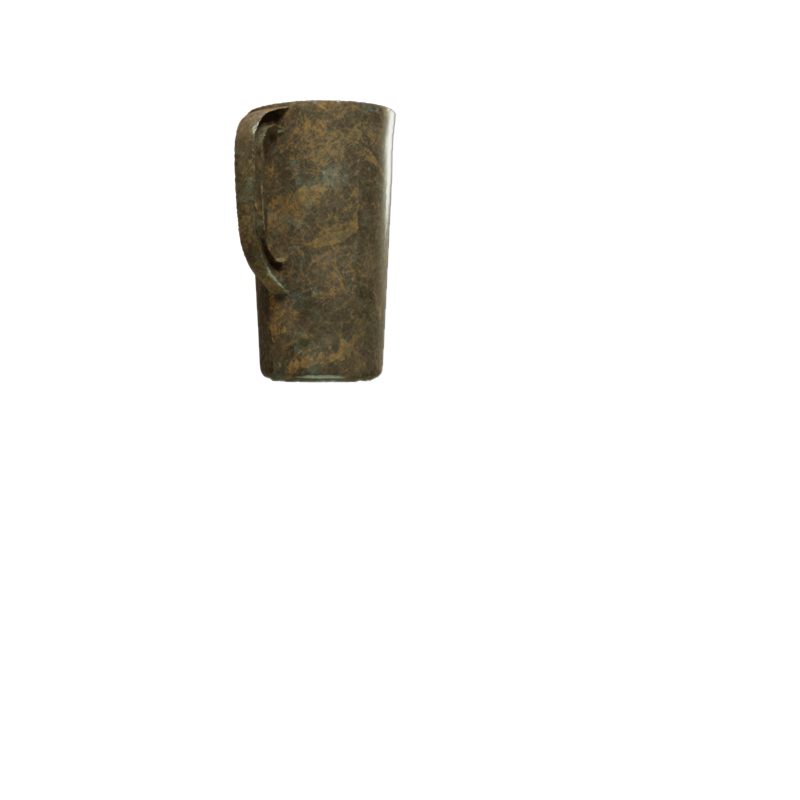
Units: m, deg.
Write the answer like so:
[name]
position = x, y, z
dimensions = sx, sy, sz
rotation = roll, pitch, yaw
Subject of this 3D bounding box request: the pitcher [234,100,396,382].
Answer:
[pitcher]
position = -0.076, -0.139, 0.972
dimensions = 0.147, 0.246, 0.146
rotation = 0, -3, -11
